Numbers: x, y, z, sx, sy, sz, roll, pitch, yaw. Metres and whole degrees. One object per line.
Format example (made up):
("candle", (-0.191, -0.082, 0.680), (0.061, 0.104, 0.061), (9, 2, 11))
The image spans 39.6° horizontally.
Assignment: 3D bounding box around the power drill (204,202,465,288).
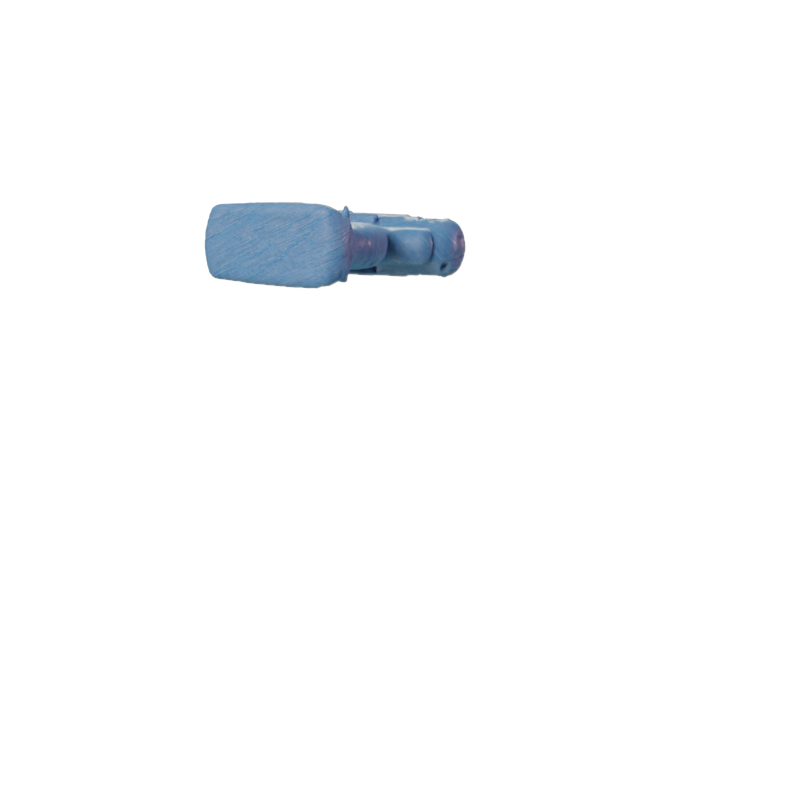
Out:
("power drill", (-0.065, -0.119, 0.831), (0.191, 0.057, 0.184), (4, 10, 26))
